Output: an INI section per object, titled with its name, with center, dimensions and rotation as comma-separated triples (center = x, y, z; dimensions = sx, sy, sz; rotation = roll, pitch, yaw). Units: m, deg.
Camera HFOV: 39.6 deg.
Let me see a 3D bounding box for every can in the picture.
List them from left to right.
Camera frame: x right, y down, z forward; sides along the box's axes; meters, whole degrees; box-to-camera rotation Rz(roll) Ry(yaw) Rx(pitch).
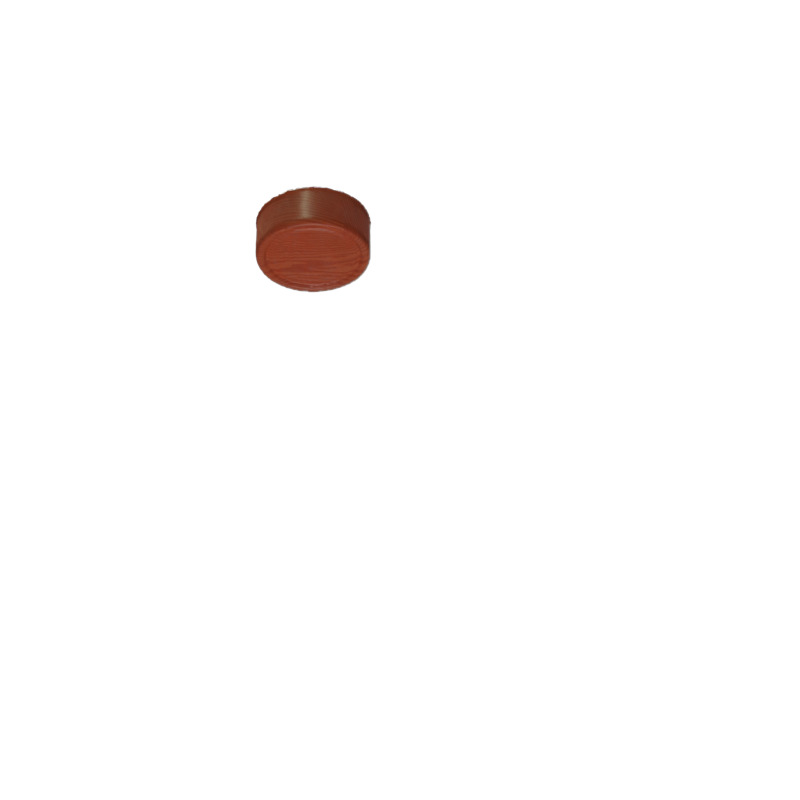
[can]
center = -0.064, -0.116, 0.814
dimensions = 0.086, 0.036, 0.080
rotation = 1, -34, -2
